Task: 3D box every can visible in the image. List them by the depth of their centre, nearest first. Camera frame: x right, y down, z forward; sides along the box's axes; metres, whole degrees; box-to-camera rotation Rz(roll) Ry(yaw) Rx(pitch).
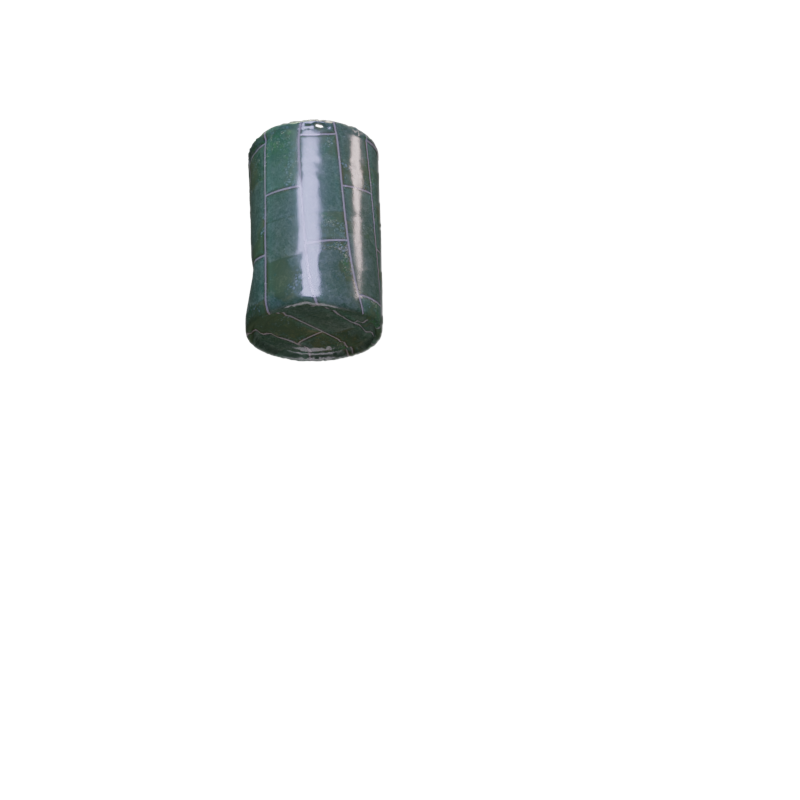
[{"bbox_3d":[-0.043,-0.079,0.551,0.068,0.108,0.065,0,-26,-2],"label":"can"}]
